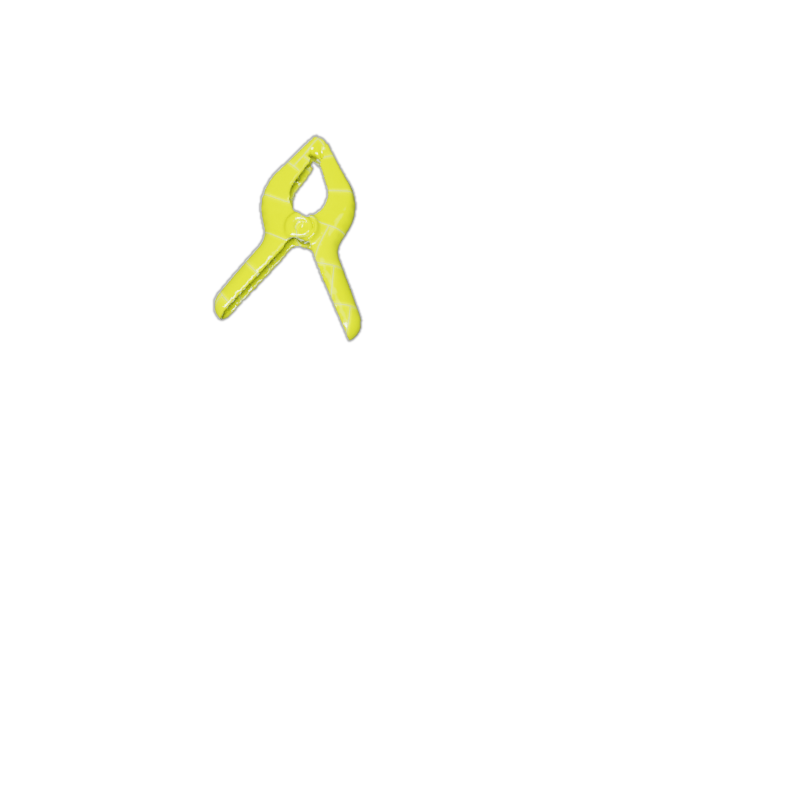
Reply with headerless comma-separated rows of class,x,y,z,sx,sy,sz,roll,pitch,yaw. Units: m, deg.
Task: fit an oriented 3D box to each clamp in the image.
clamp,-0.071,-0.130,0.912,0.121,0.175,0.038,18,-12,3
